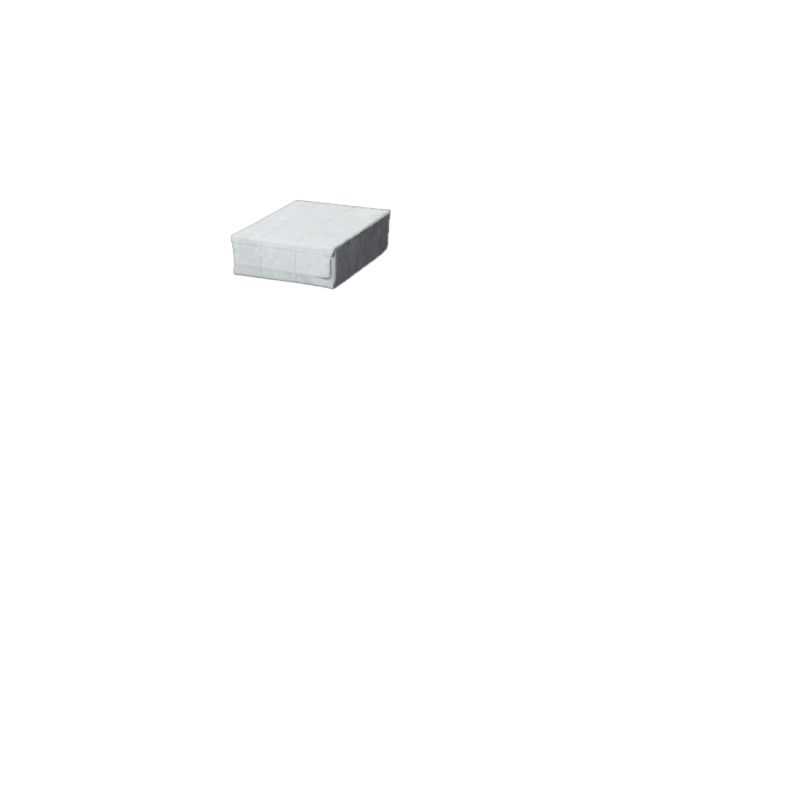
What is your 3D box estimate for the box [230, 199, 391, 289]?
[{"bbox_3d":[-0.070,-0.127,0.889,0.093,0.037,0.114,10,25,22],"label":"box"}]
